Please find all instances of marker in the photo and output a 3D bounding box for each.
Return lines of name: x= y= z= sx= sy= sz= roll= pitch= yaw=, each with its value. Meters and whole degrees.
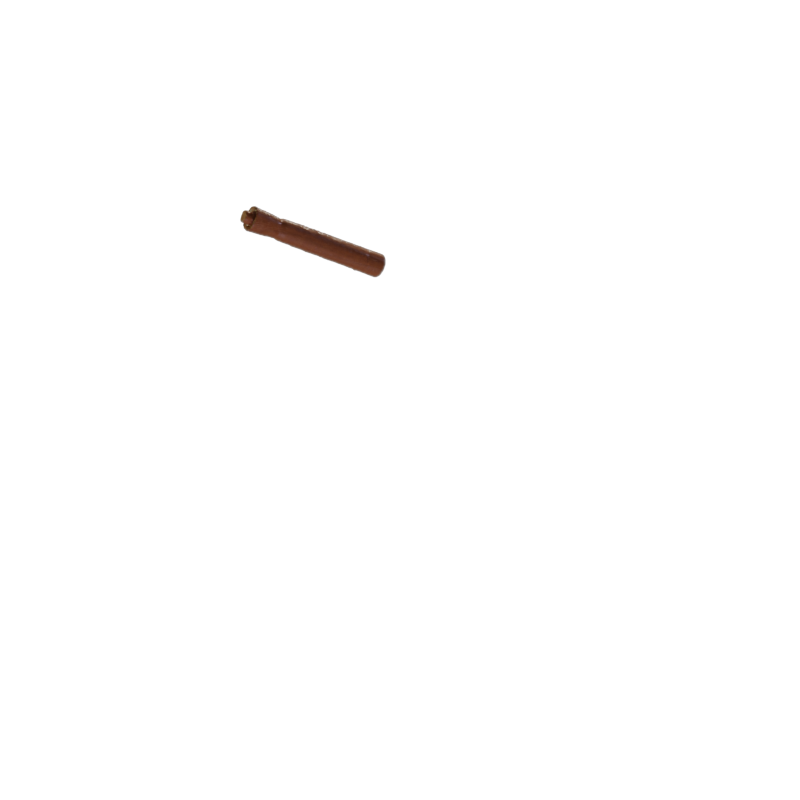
marker: x=-0.064 y=-0.117 z=0.819 sx=0.115 sy=0.020 sz=0.020 roll=17 pitch=-5 yaw=-29
